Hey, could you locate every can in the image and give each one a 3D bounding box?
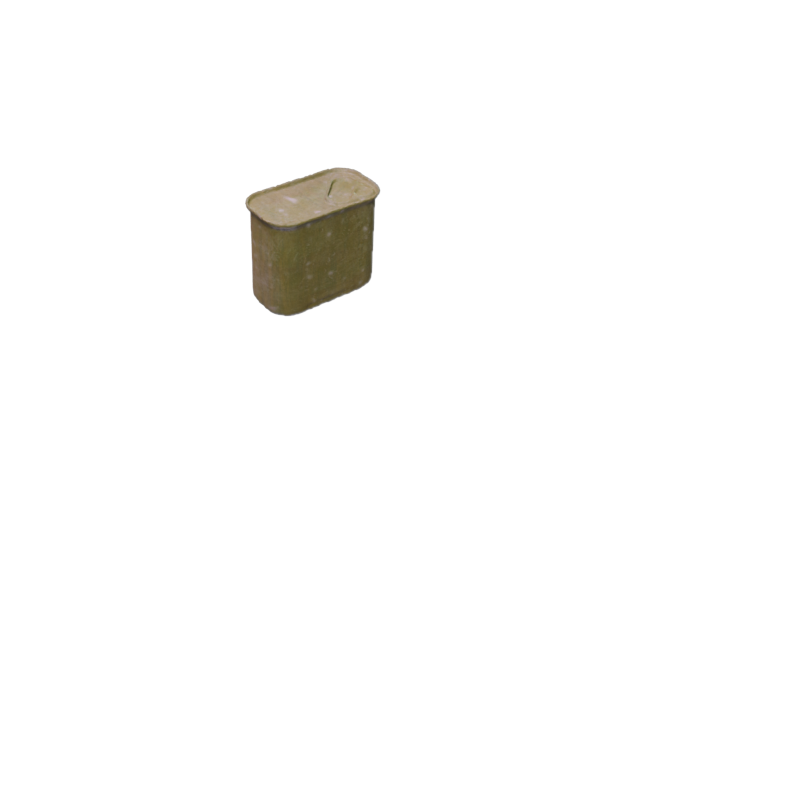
[{"bbox_3d":[-0.067,-0.122,0.855,0.101,0.078,0.062,-24,42,-30],"label":"can"}]
